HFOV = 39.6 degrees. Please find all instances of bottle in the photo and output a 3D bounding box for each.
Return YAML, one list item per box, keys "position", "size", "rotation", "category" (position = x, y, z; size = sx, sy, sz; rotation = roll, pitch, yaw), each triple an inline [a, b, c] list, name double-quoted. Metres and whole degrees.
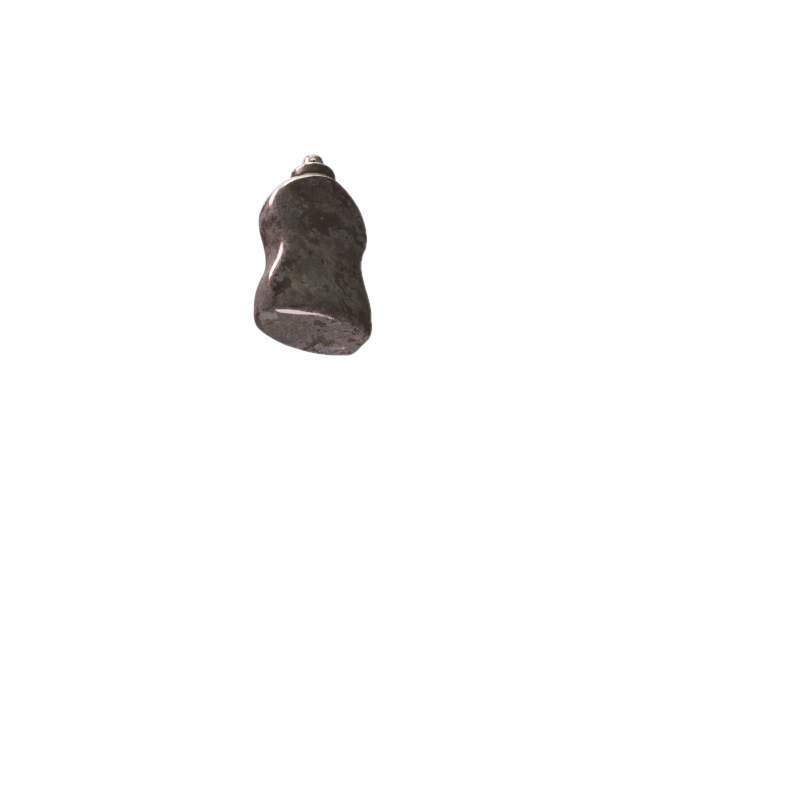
- position: [-0.074, -0.135, 0.944]
  size: [0.092, 0.205, 0.057]
  rotation: [15, -39, -22]
  category: "bottle"
